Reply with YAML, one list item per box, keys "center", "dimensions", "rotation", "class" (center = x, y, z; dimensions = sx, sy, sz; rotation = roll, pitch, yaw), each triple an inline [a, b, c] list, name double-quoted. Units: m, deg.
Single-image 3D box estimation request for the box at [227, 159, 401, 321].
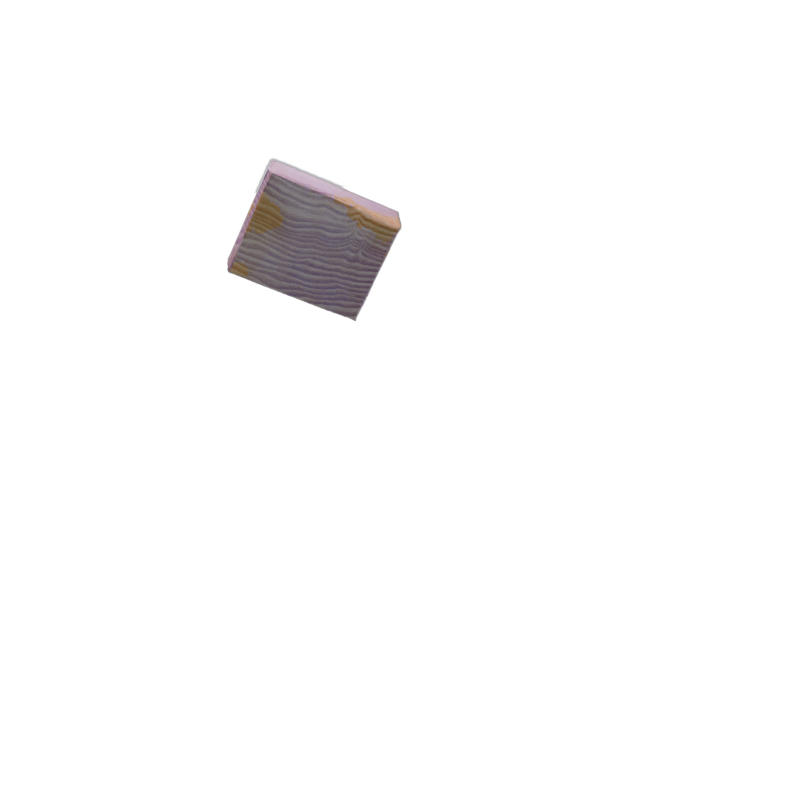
- center: [-0.068, -0.124, 0.865]
  dimensions: [0.111, 0.087, 0.041]
  rotation: [23, 20, -9]
  class: "box"
